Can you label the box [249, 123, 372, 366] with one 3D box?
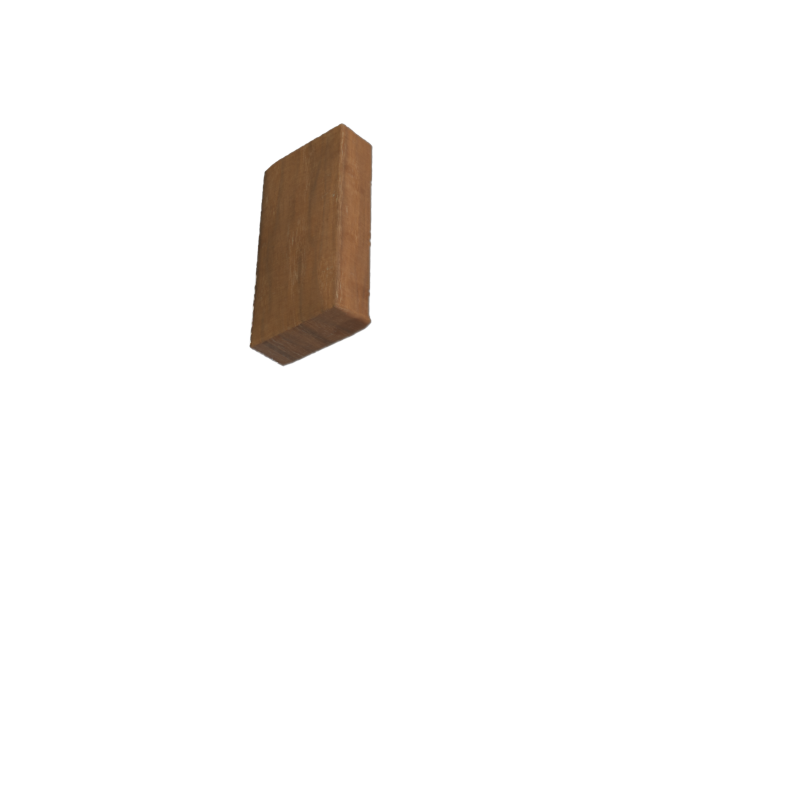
[{"bbox_3d":[-0.068,-0.124,0.868,0.094,0.188,0.045,-25,-39,32],"label":"box"}]
